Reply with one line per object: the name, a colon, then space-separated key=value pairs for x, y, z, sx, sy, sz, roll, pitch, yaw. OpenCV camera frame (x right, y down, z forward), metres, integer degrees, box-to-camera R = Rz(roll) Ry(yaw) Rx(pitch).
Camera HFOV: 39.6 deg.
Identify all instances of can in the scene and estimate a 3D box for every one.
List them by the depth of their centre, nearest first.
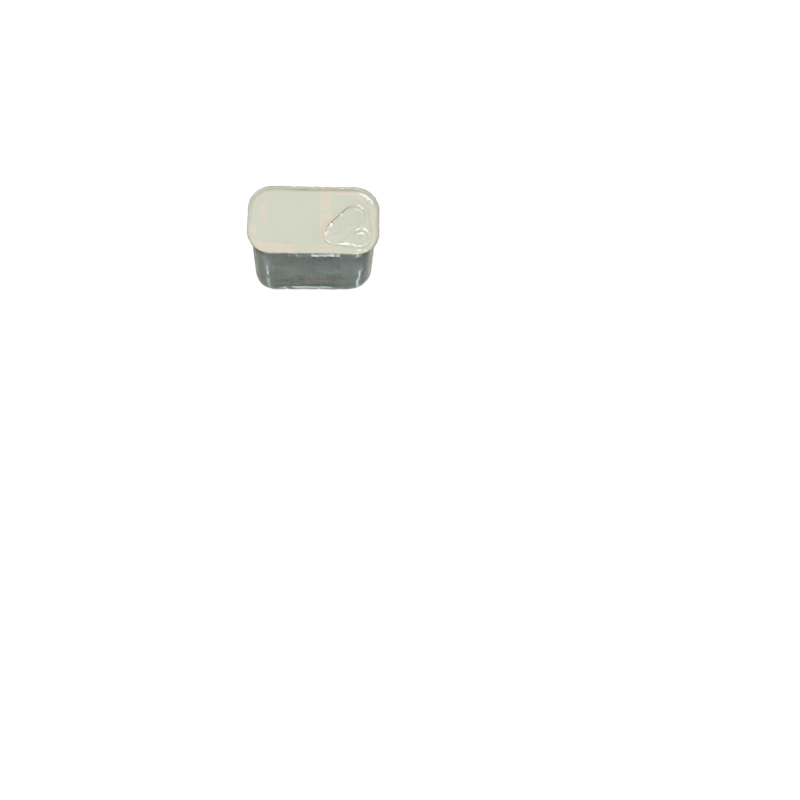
can: x=-0.070 y=-0.127 z=0.890 sx=0.102 sy=0.060 sz=0.080 roll=1 pitch=-20 yaw=-1
